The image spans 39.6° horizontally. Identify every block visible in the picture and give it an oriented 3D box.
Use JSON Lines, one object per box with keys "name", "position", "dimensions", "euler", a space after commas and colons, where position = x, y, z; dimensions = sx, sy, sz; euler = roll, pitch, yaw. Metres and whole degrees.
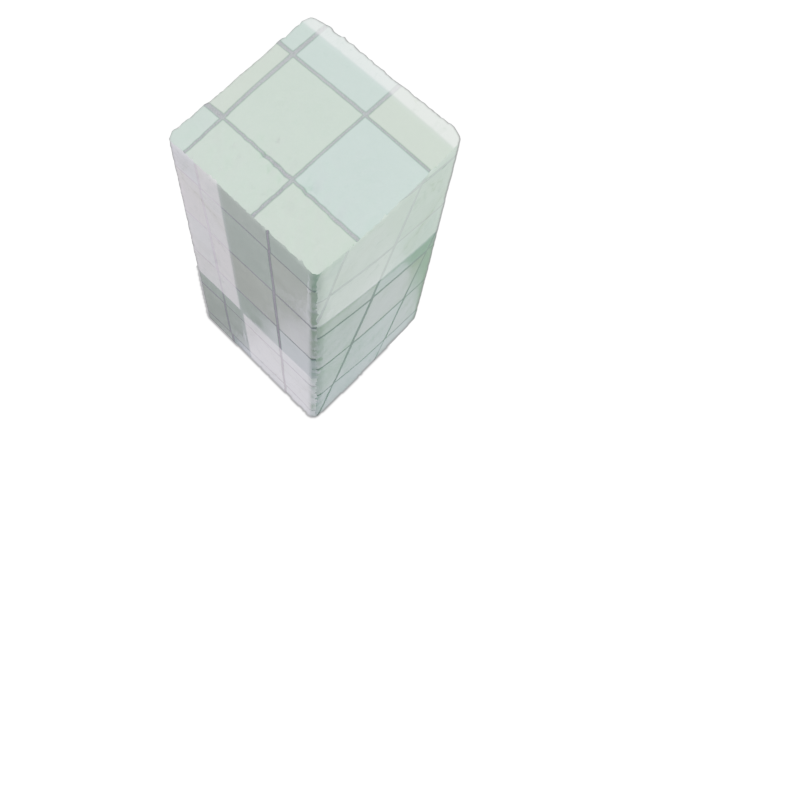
{"name": "block", "position": [-0.042, -0.079, 0.548], "dimensions": [0.094, 0.091, 0.197], "euler": [43, -16, 10]}
